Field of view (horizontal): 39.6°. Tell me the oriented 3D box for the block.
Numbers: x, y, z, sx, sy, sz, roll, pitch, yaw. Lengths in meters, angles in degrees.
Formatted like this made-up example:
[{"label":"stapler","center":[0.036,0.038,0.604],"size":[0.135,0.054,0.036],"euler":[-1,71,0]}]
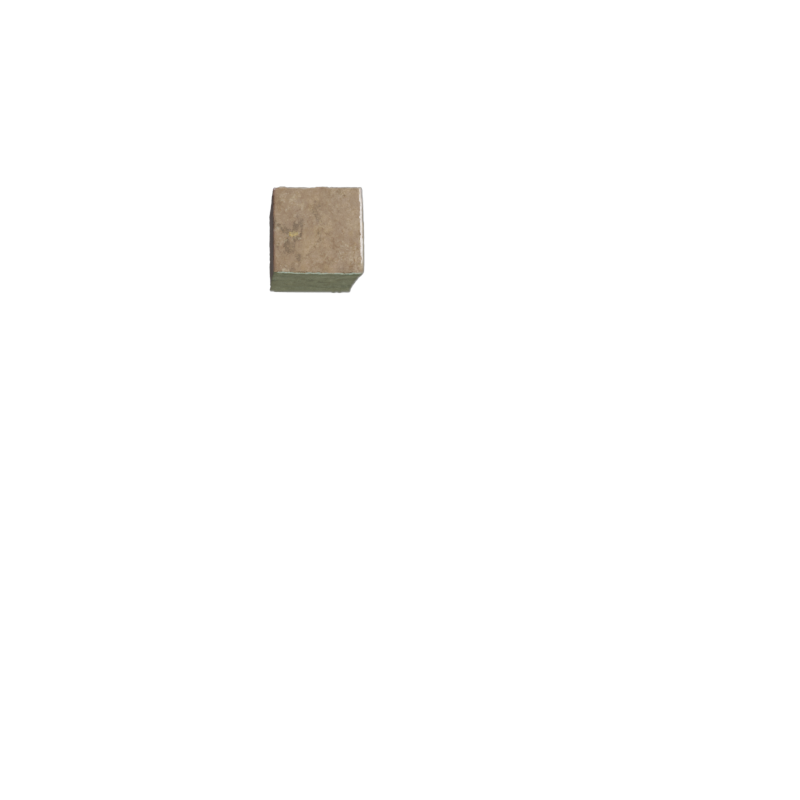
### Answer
[{"label":"block","center":[-0.052,-0.094,0.661],"size":[0.052,0.052,0.077],"euler":[1,-5,-8]}]
